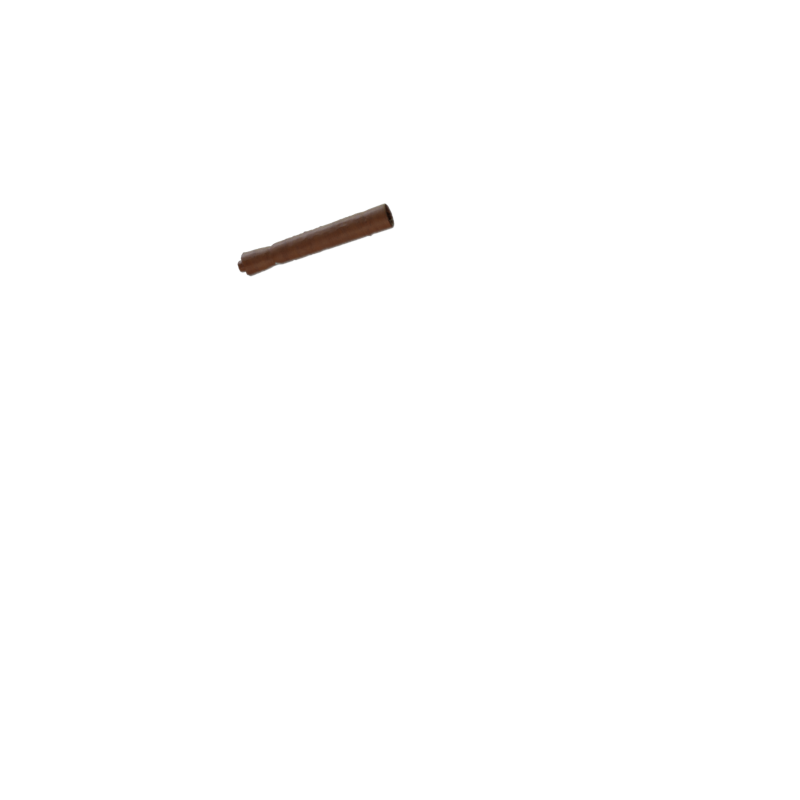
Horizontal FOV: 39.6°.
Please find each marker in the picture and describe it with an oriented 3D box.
[{"bbox_3d":[-0.063,-0.116,0.810,0.122,0.020,0.019,-17,-1,17],"label":"marker"}]
